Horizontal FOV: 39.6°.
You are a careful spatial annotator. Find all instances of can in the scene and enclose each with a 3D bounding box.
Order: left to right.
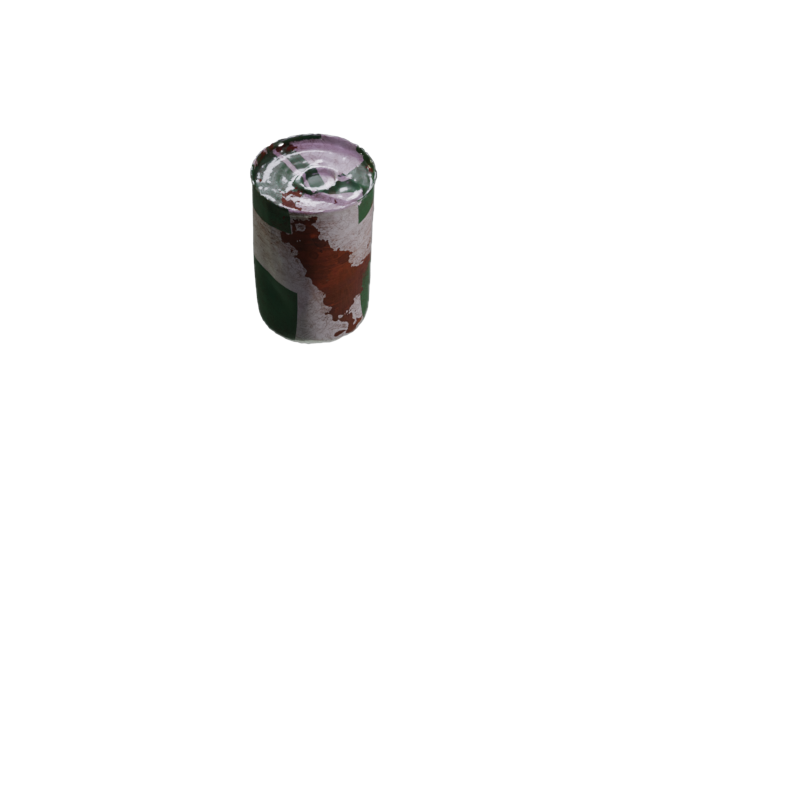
[{"bbox_3d":[-0.049,-0.089,0.626,0.068,0.074,0.095,0,-44,-3],"label":"can"}]
